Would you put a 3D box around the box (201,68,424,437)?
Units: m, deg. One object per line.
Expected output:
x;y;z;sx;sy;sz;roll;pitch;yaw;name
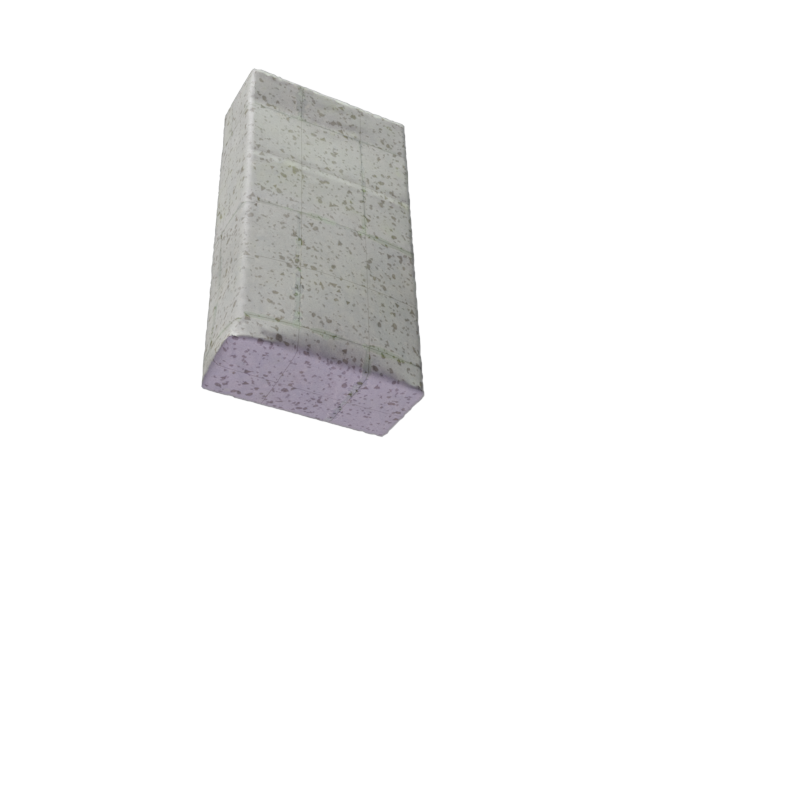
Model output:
-0.042;-0.076;0.537;0.090;0.189;0.046;16;-44;-21;box
